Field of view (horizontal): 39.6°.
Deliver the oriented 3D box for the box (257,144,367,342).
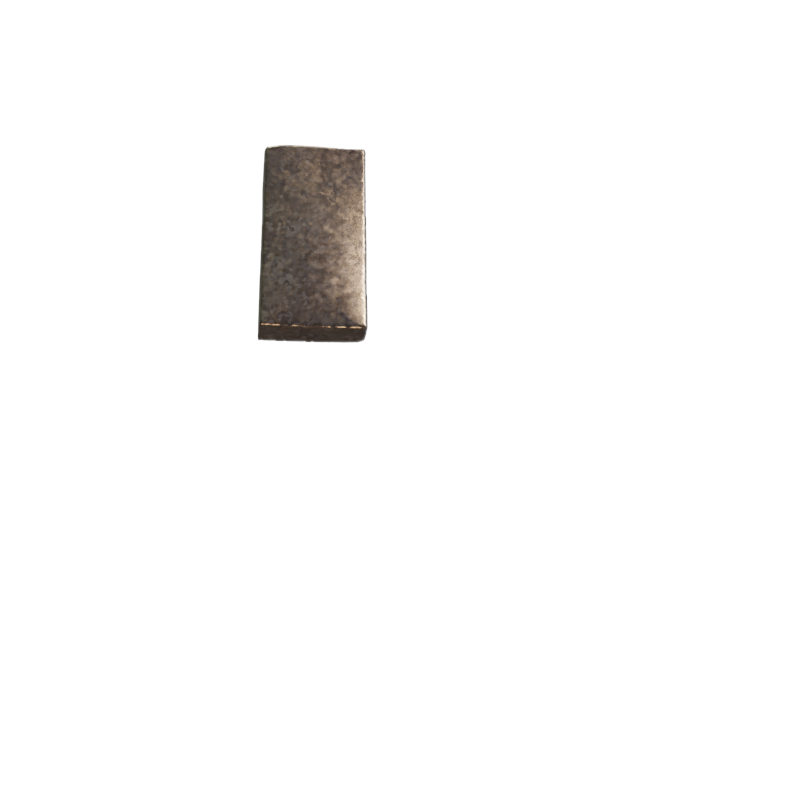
[{"bbox_3d":[-0.076,-0.139,0.974,0.093,0.186,0.046,1,-23,-6],"label":"box"}]
